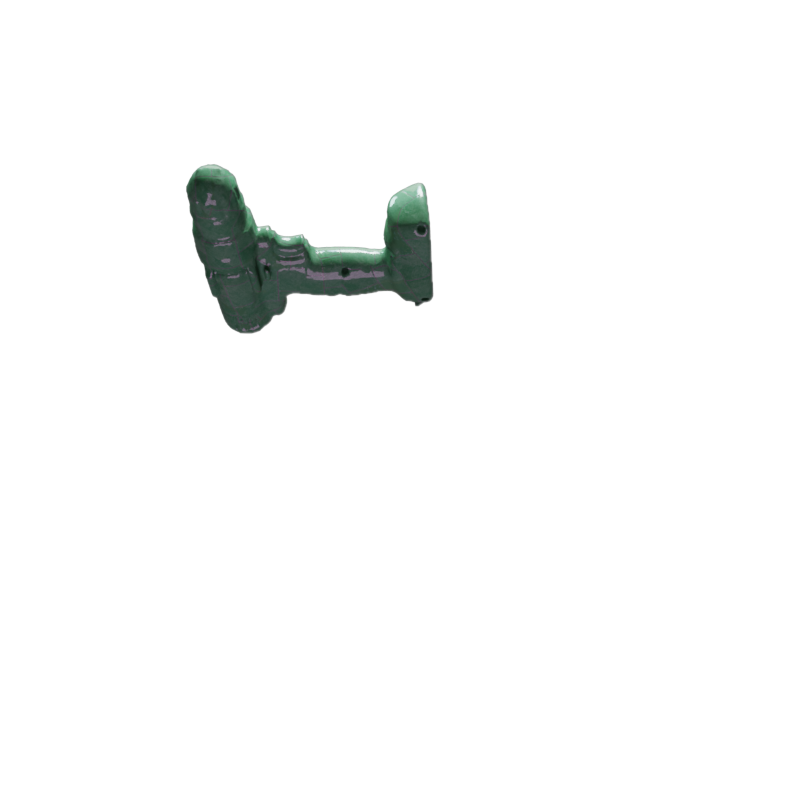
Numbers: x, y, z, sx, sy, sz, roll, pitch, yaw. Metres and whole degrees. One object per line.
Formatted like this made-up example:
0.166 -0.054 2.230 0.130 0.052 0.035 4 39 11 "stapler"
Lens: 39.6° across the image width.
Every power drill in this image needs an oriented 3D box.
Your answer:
-0.070 -0.127 0.889 0.189 0.061 0.171 -3 -34 5 "power drill"
